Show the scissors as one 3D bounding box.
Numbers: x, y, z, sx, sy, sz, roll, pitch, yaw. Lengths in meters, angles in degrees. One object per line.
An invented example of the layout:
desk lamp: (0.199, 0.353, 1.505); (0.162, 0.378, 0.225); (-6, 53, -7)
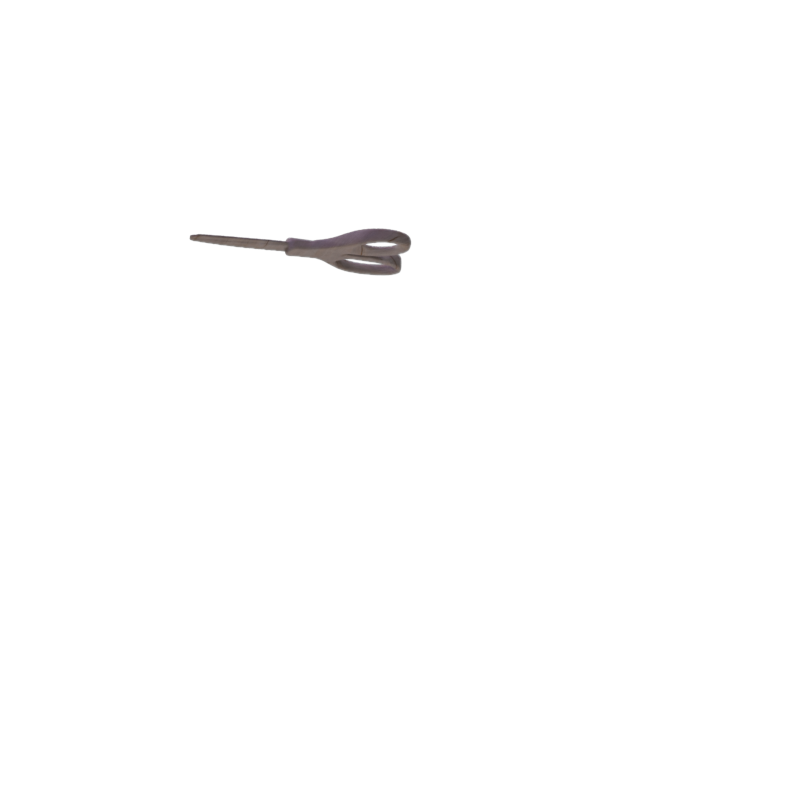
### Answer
scissors: (-0.078, -0.142, 0.995); (0.193, 0.016, 0.096); (9, -18, -29)
